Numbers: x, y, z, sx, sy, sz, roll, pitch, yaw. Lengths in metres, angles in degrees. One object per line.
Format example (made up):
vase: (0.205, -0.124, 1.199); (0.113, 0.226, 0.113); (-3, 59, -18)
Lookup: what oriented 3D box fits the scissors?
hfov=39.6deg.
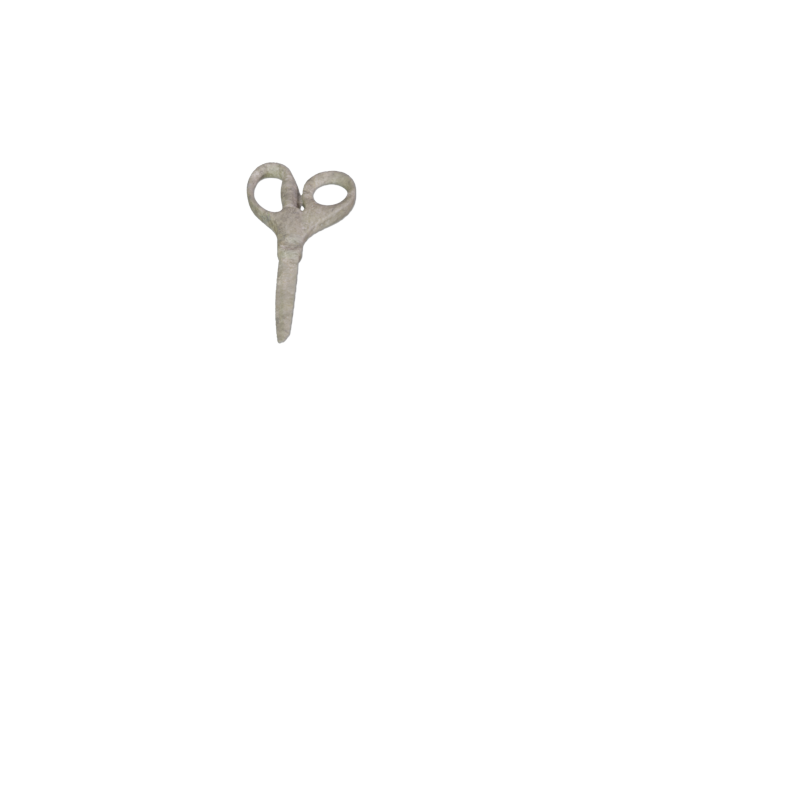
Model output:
scissors: (-0.066, -0.120, 0.838); (0.095, 0.015, 0.218); (-11, 45, -11)
